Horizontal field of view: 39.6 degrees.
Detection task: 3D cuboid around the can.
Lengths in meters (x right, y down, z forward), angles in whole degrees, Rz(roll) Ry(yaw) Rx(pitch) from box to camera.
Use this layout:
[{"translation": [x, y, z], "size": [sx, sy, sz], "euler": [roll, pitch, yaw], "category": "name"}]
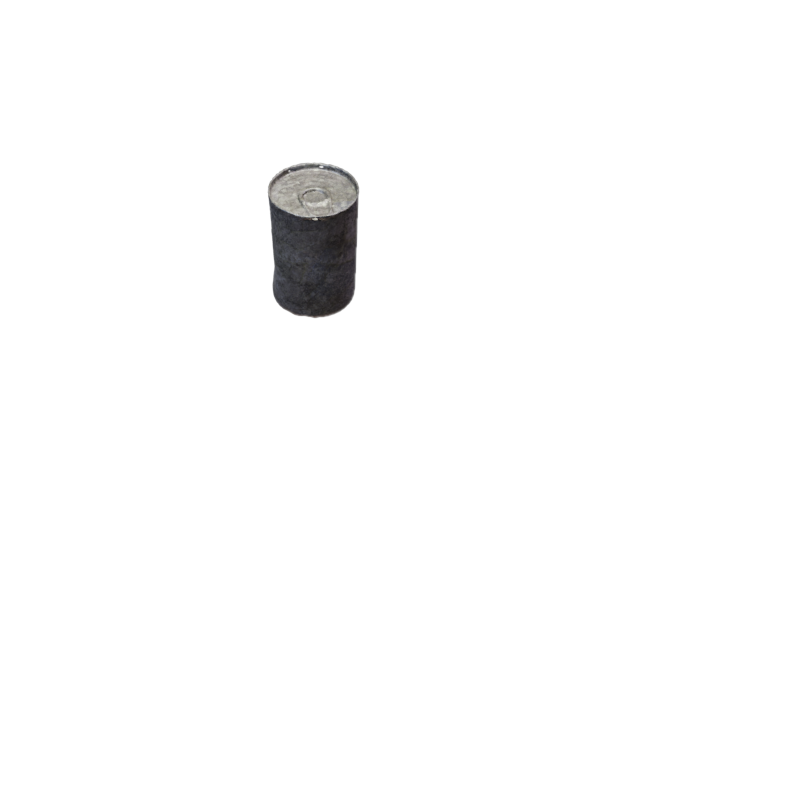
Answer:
[{"translation": [-0.067, -0.122, 0.853], "size": [0.068, 0.095, 0.074], "euler": [0, 43, -3], "category": "can"}]
